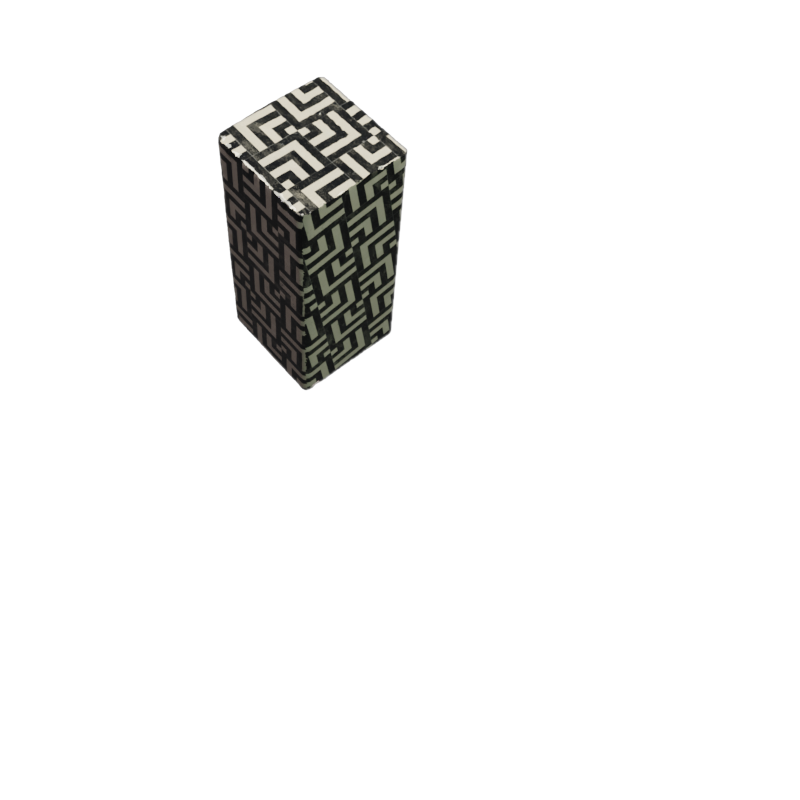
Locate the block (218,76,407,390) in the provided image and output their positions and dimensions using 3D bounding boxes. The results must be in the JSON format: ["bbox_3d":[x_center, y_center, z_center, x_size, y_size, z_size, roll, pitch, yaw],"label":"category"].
[{"bbox_3d":[-0.062,-0.111,0.781,0.091,0.096,0.193,-34,-25,-23],"label":"block"}]
